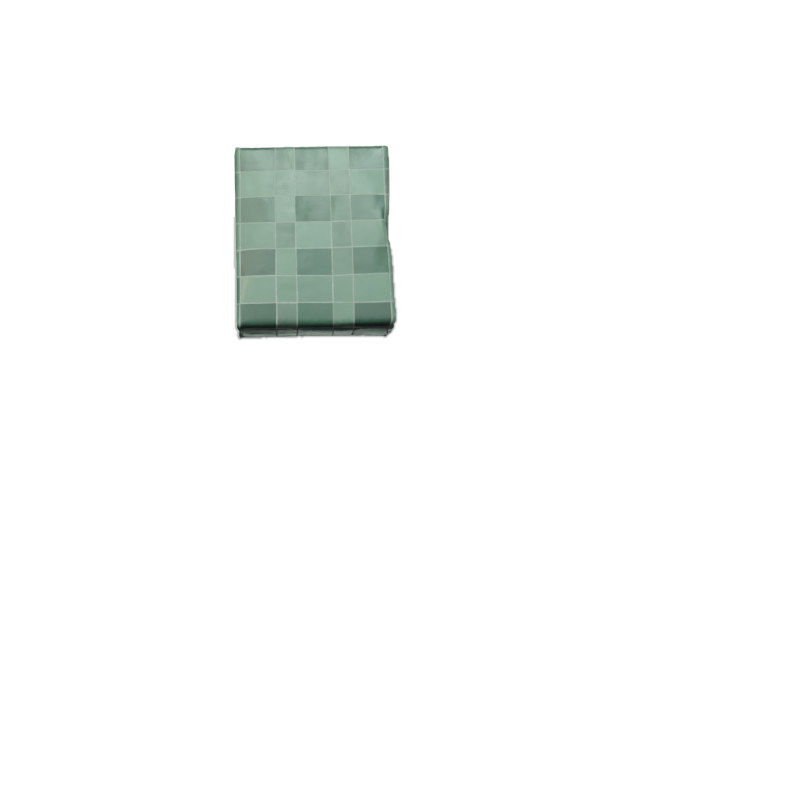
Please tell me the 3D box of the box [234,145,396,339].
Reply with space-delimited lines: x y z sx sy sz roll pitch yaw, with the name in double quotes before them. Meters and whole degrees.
"box" -0.041 -0.074 0.519 0.073 0.093 0.029 -2 -17 -1
